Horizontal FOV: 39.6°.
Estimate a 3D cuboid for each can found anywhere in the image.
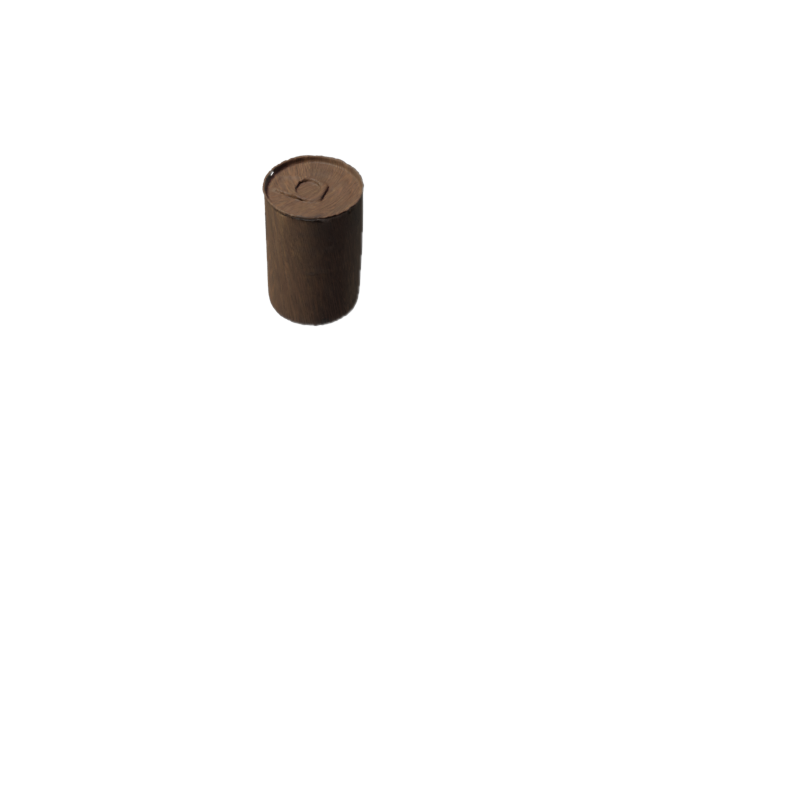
[{"bbox_3d":[-0.060,-0.110,0.772,0.068,0.074,0.095,0,-45,-3],"label":"can"}]
